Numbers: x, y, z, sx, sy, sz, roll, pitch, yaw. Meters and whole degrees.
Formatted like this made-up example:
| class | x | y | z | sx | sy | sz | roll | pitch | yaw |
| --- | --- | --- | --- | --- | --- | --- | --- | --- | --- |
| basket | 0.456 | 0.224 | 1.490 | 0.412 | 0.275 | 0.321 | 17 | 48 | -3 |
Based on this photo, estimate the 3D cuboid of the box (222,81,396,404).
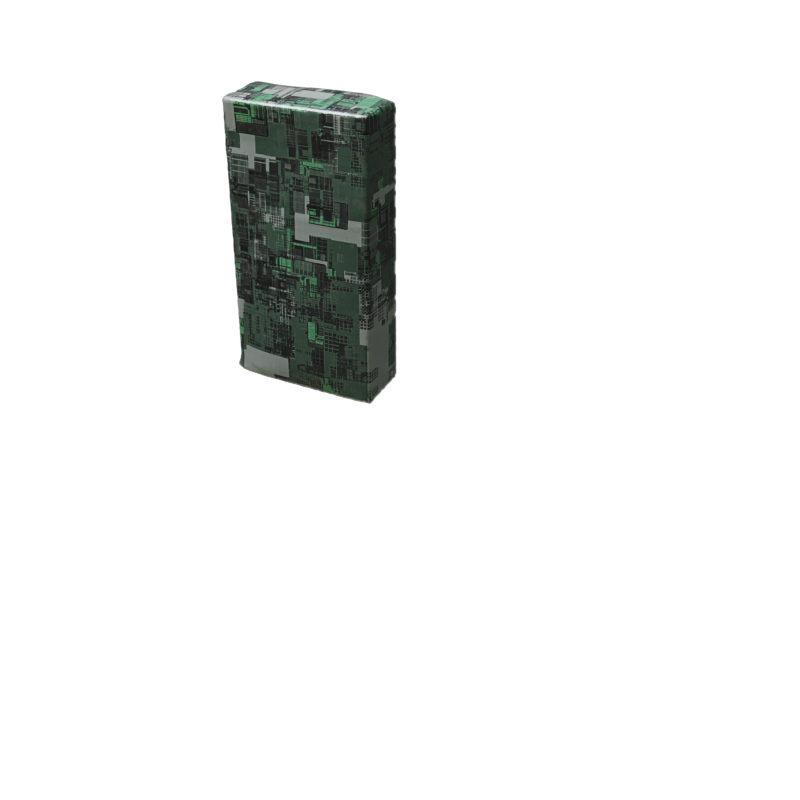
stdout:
| class | x | y | z | sx | sy | sz | roll | pitch | yaw |
| --- | --- | --- | --- | --- | --- | --- | --- | --- | --- |
| box | -0.050 | -0.092 | 0.645 | 0.097 | 0.167 | 0.048 | 14 | 26 | 25 |
